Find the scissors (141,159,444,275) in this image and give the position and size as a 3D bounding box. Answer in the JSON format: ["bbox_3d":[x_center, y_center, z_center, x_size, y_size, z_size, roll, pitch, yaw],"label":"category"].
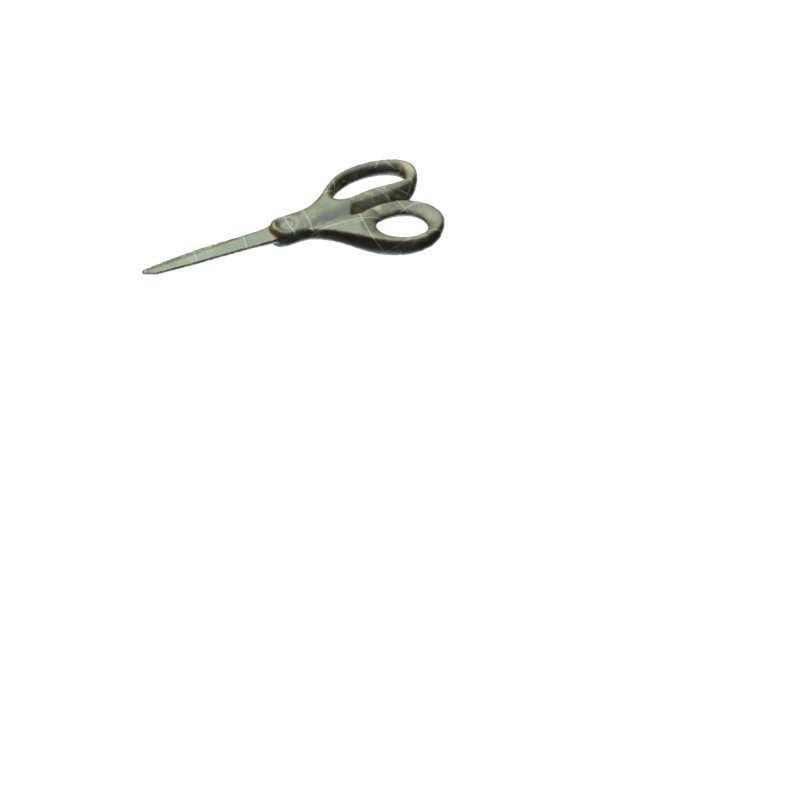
[{"bbox_3d":[-0.056,-0.102,0.711,0.202,0.015,0.103,-34,54,-29],"label":"scissors"}]
